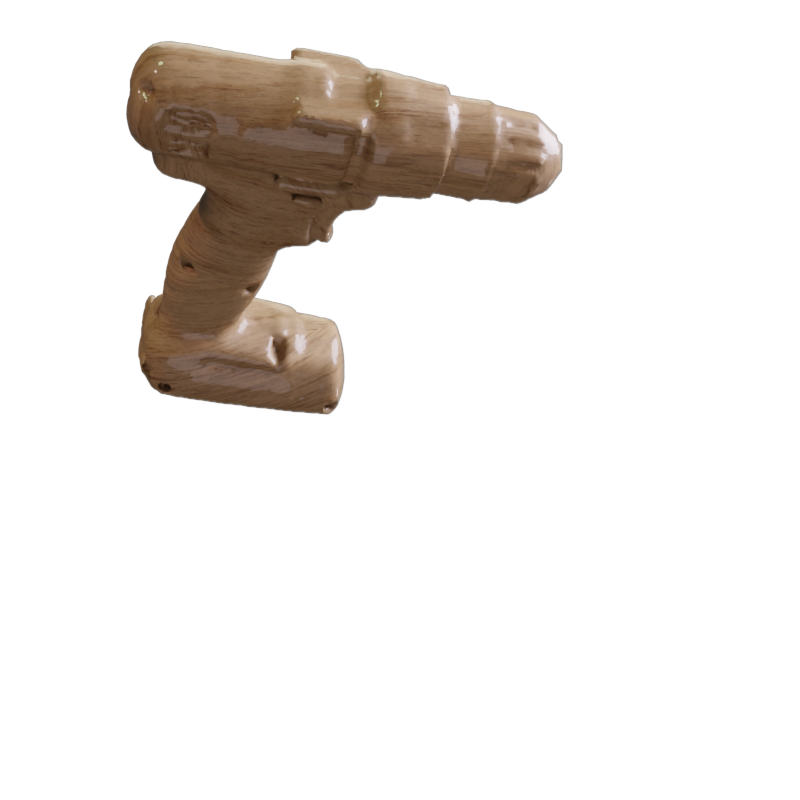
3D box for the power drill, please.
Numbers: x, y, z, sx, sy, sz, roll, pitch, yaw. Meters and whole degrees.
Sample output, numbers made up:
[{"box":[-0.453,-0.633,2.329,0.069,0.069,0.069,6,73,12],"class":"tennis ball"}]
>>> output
[{"box":[-0.040,-0.072,0.506,0.181,0.062,0.178,10,-45,-11],"class":"power drill"}]
